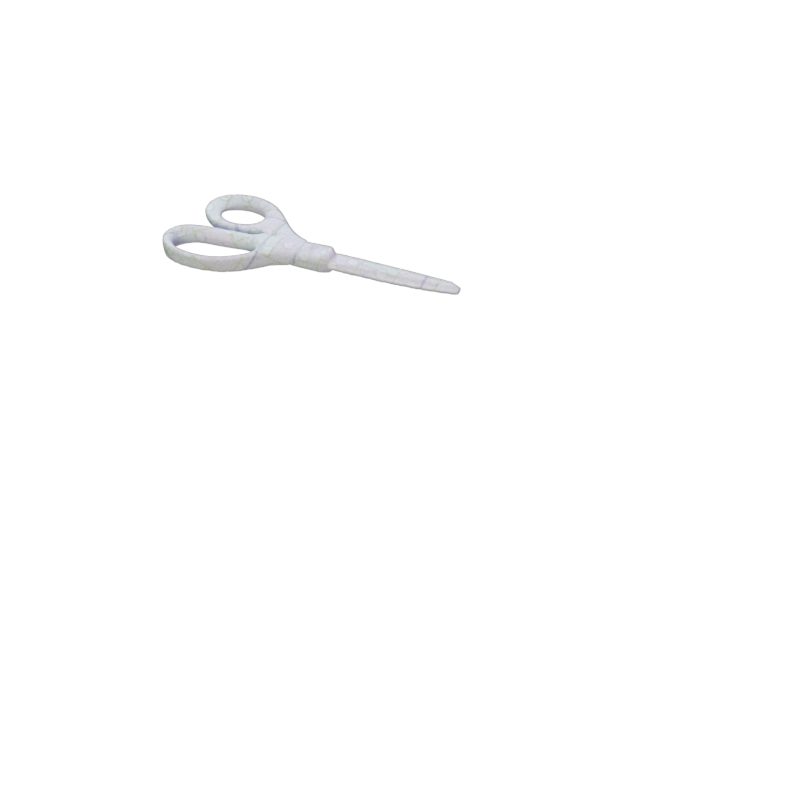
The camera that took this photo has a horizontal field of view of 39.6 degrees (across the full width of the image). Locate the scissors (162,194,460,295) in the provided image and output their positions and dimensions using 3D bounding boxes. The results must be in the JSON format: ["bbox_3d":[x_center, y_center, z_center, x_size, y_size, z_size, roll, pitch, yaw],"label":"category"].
[{"bbox_3d":[-0.059,-0.108,0.754,0.204,0.015,0.102,5,38,6],"label":"scissors"}]
